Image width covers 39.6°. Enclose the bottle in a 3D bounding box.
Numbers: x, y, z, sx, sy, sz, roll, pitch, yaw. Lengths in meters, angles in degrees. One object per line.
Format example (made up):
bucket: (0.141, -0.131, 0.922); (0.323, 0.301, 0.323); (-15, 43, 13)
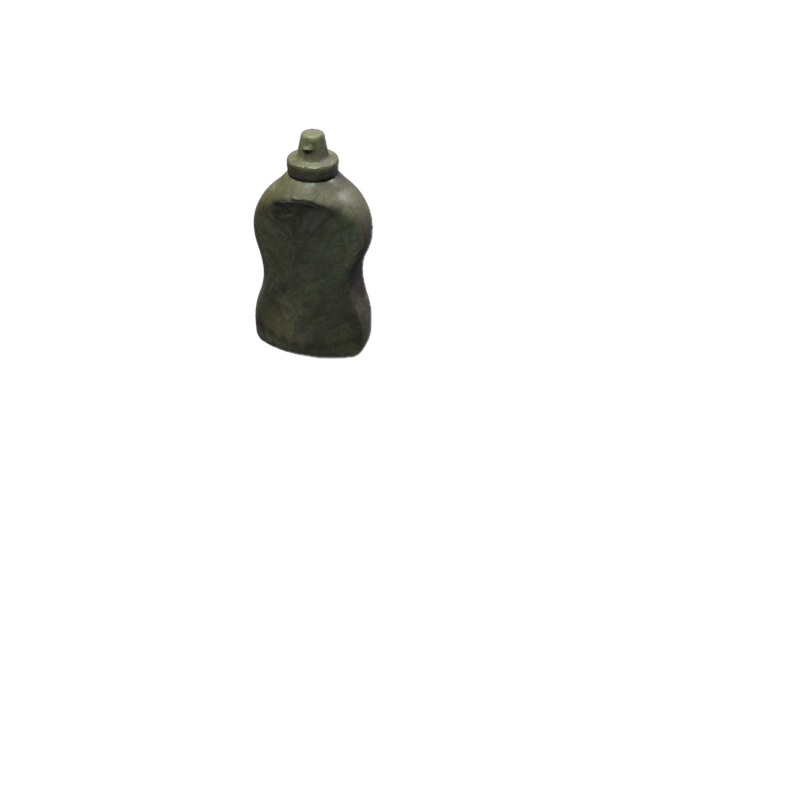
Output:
bottle: (-0.071, -0.128, 0.900); (0.099, 0.180, 0.060); (12, 31, 16)
